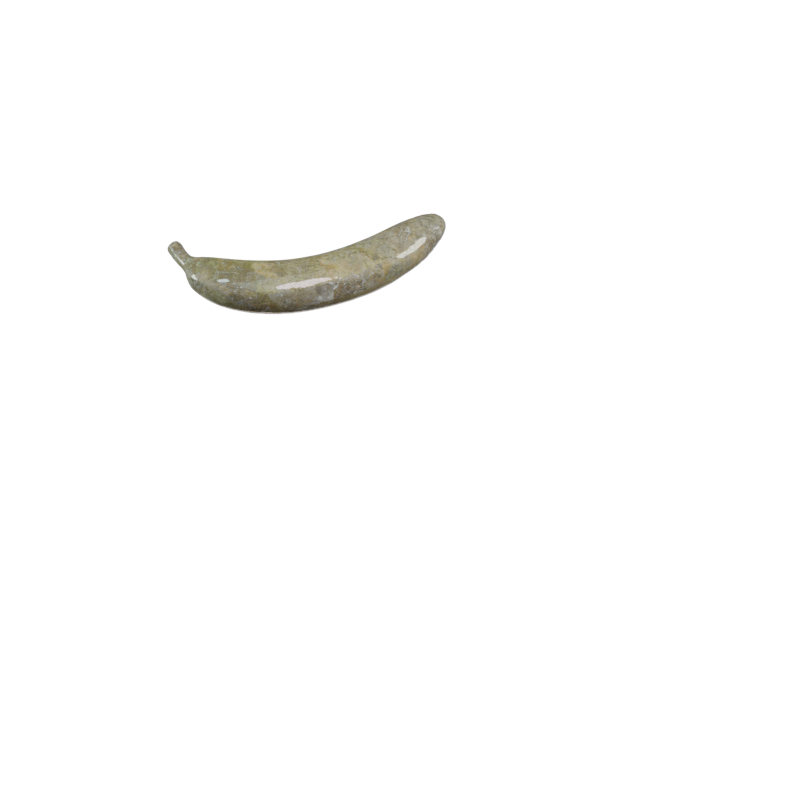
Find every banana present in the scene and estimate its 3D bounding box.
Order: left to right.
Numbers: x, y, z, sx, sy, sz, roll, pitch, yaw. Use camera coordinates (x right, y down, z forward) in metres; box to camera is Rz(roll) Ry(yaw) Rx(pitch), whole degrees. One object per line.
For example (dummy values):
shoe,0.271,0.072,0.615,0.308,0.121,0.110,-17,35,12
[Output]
banana,-0.062,-0.093,0.766,0.197,0.074,0.035,-5,-27,-3
